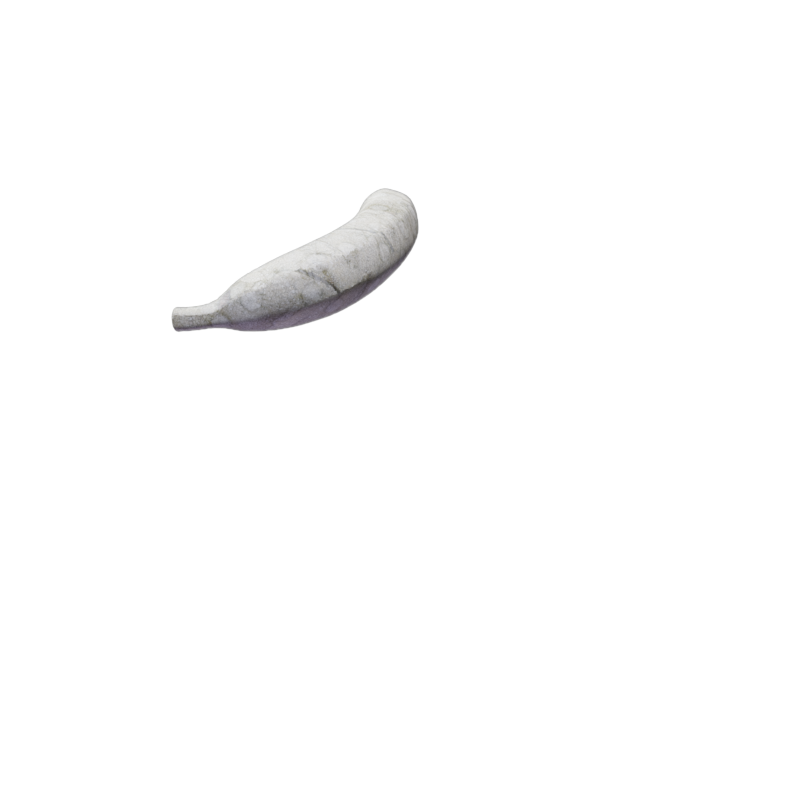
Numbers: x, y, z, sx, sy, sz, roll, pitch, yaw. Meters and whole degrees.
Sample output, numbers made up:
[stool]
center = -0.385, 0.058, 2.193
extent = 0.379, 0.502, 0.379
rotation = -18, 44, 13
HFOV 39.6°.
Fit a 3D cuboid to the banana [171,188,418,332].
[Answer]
[banana]
center = -0.033, -0.079, 0.588
extent = 0.073, 0.035, 0.199
rotation = 16, 31, 27
